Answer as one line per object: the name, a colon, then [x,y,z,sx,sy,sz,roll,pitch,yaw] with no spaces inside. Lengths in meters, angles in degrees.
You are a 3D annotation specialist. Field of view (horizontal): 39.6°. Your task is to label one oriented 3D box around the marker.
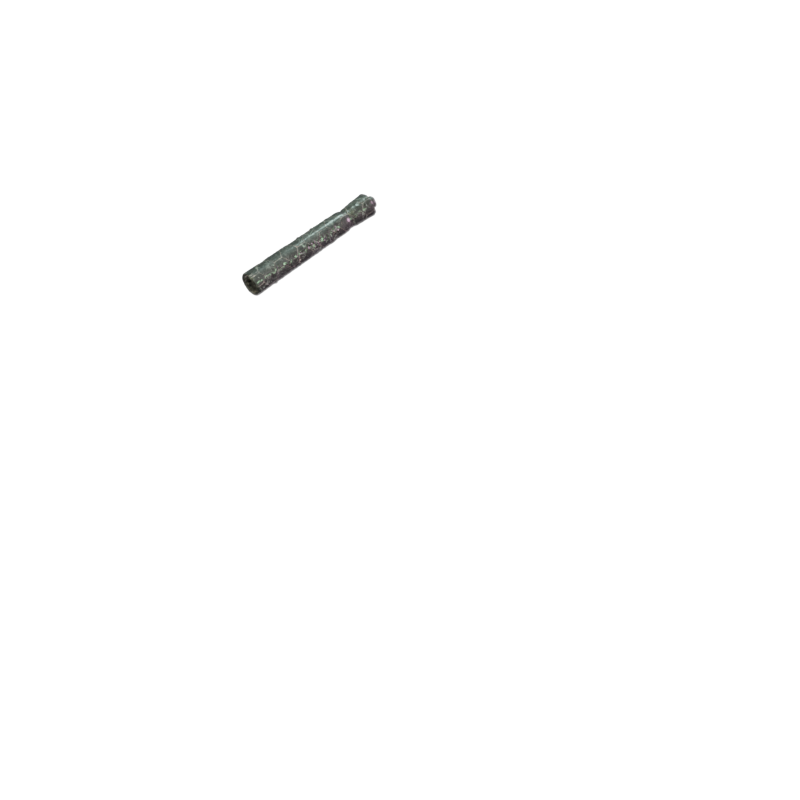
marker: [-0.064,-0.116,0.812,0.122,0.019,0.020,-38,22,-25]
